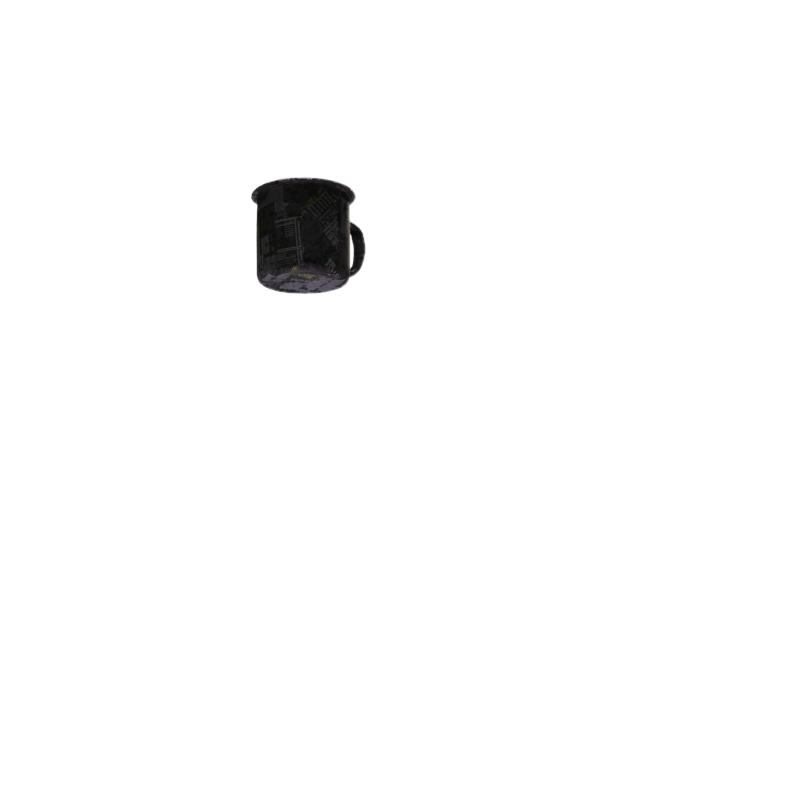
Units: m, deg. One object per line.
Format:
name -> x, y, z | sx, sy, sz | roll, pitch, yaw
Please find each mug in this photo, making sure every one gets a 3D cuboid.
mug -> -0.077, -0.140, 0.984 | 0.111, 0.085, 0.095 | 12, -18, -44
